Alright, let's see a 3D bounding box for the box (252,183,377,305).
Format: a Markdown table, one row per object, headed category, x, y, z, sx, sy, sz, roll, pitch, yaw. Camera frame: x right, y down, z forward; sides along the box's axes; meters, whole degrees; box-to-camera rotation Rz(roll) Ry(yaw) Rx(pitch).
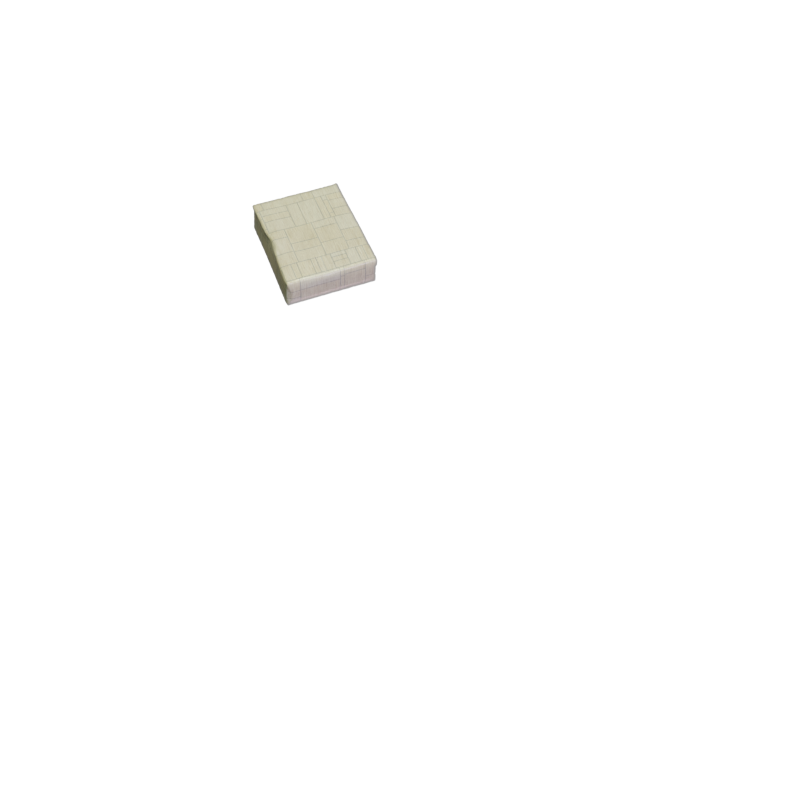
| category | x | y | z | sx | sy | sz | roll | pitch | yaw |
| --- | --- | --- | --- | --- | --- | --- | --- | --- | --- |
| box | -0.068 | -0.124 | 0.865 | 0.072 | 0.096 | 0.028 | -16 | -36 | -13 |
